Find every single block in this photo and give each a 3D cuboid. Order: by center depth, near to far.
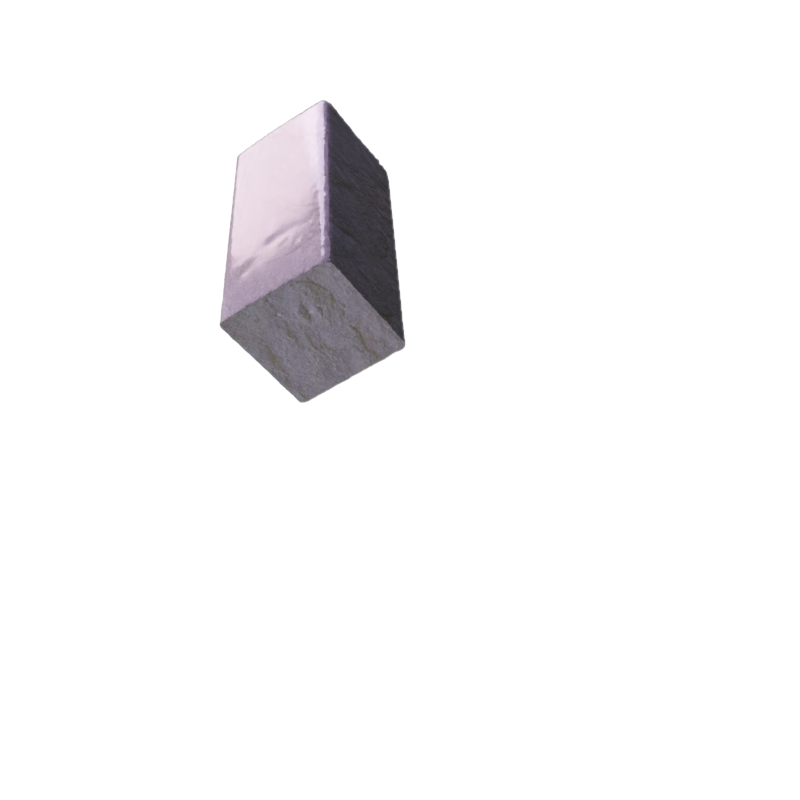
[{"bbox_3d":[-0.062,-0.114,0.797,0.090,0.221,0.085,-30,-54,20],"label":"block"}]
